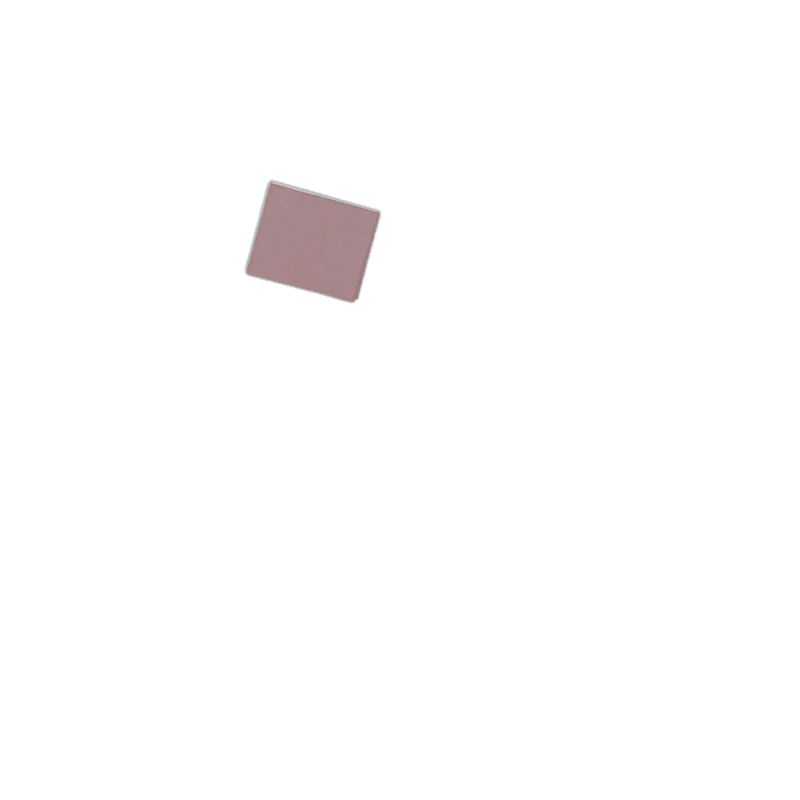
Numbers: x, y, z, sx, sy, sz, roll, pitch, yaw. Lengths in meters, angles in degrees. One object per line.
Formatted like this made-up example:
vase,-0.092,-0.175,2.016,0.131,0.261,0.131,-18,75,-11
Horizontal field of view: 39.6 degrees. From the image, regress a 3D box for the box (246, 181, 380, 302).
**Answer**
box,-0.067,-0.122,0.854,0.089,0.072,0.031,15,6,-2
